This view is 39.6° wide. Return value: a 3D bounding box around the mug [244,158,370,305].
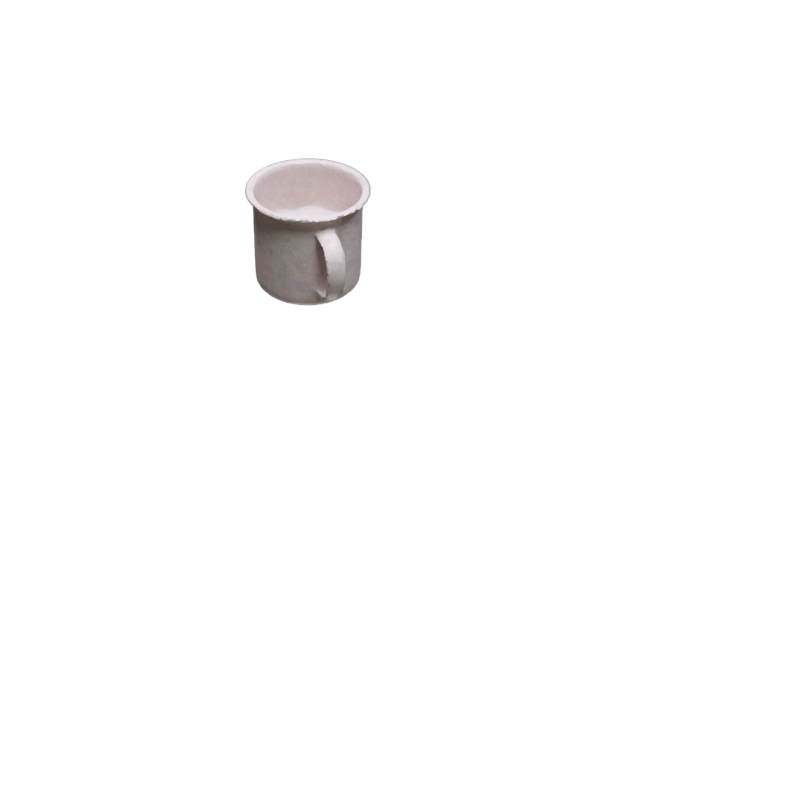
[{"bbox_3d":[-0.065,-0.118,0.829,0.092,0.076,0.127,-13,39,-18],"label":"mug"}]
